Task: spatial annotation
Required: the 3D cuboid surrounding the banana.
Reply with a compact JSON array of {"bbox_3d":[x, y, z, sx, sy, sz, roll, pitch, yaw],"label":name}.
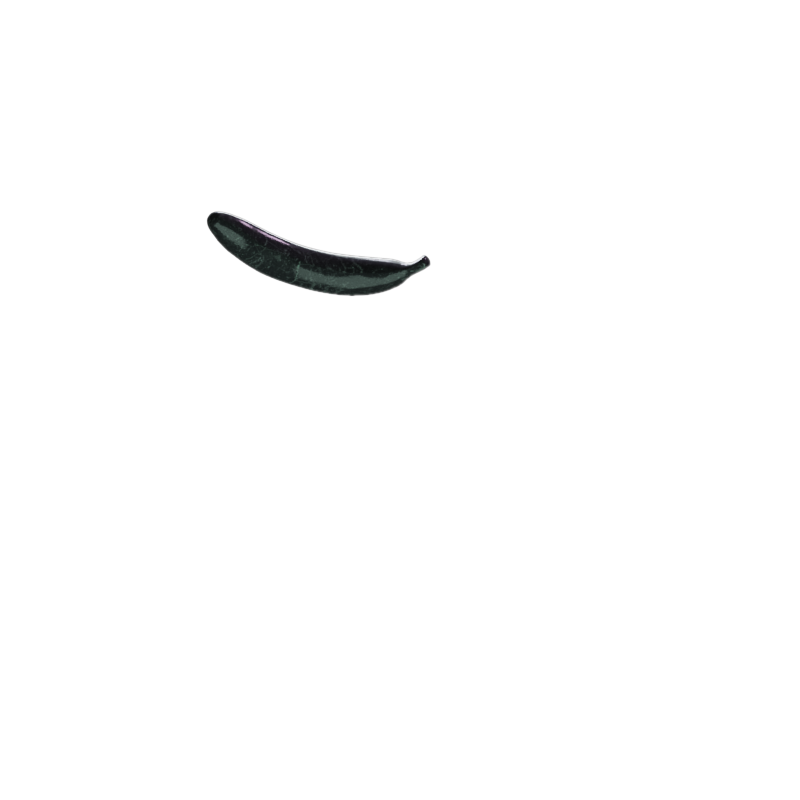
[{"bbox_3d":[-0.077,-0.126,0.981,0.194,0.039,0.066,9,-44,-10],"label":"banana"}]
